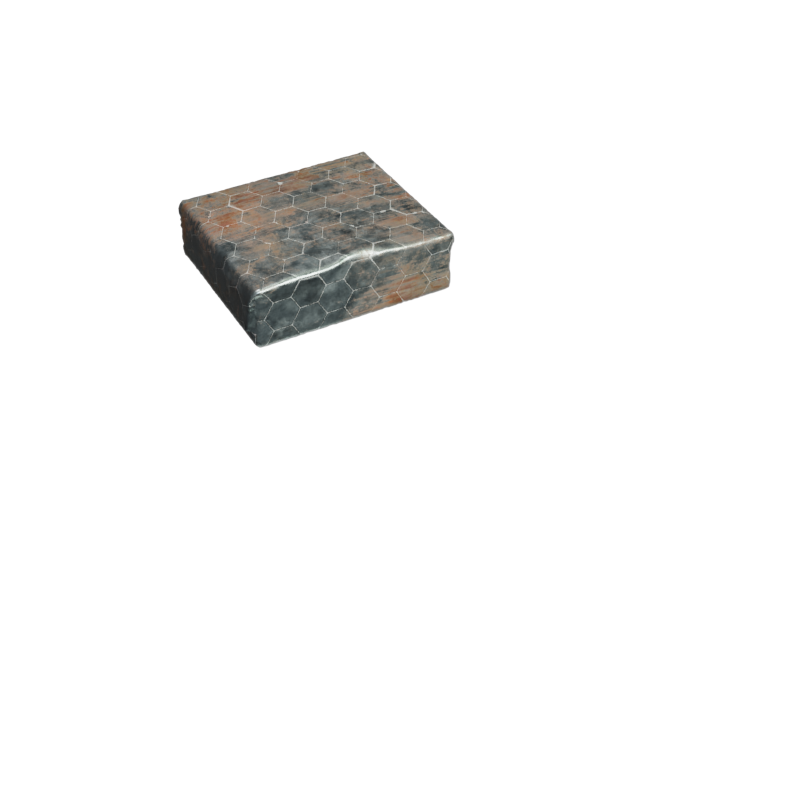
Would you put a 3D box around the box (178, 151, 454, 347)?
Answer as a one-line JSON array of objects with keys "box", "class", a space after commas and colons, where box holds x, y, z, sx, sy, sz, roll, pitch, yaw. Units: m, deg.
[{"box": [-0.035, -0.064, 0.447, 0.088, 0.028, 0.079, -19, 43, -22], "class": "box"}]
